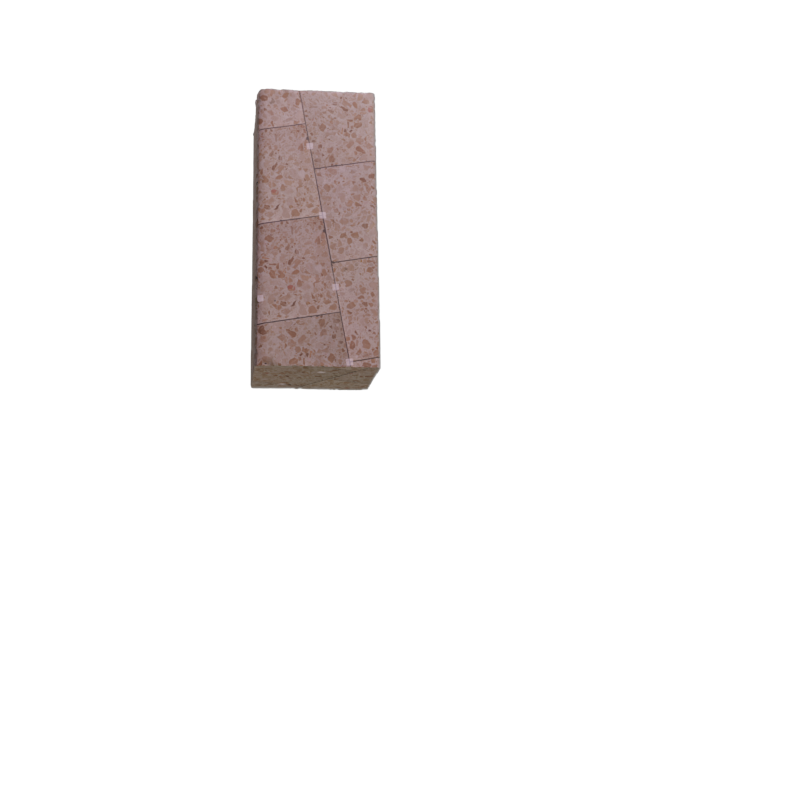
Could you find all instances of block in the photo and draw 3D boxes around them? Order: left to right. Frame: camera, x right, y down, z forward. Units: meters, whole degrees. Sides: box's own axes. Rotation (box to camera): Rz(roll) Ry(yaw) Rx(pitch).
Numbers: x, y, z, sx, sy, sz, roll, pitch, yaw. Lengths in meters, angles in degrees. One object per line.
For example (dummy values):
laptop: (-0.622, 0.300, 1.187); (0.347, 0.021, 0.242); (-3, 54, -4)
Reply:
block: (-0.065, -0.118, 0.825); (0.089, 0.215, 0.088); (1, -16, -7)
